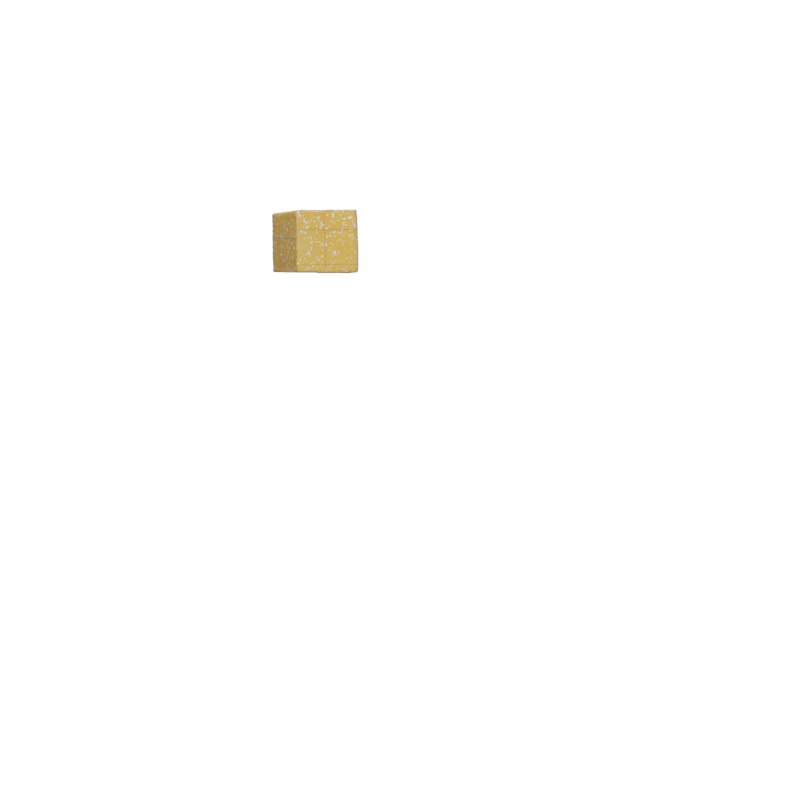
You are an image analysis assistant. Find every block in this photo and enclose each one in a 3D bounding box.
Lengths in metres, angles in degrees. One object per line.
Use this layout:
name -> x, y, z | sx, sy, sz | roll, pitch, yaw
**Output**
block -> -0.072, -0.131, 0.919 | 0.051, 0.051, 0.080 | -1, 5, -21
